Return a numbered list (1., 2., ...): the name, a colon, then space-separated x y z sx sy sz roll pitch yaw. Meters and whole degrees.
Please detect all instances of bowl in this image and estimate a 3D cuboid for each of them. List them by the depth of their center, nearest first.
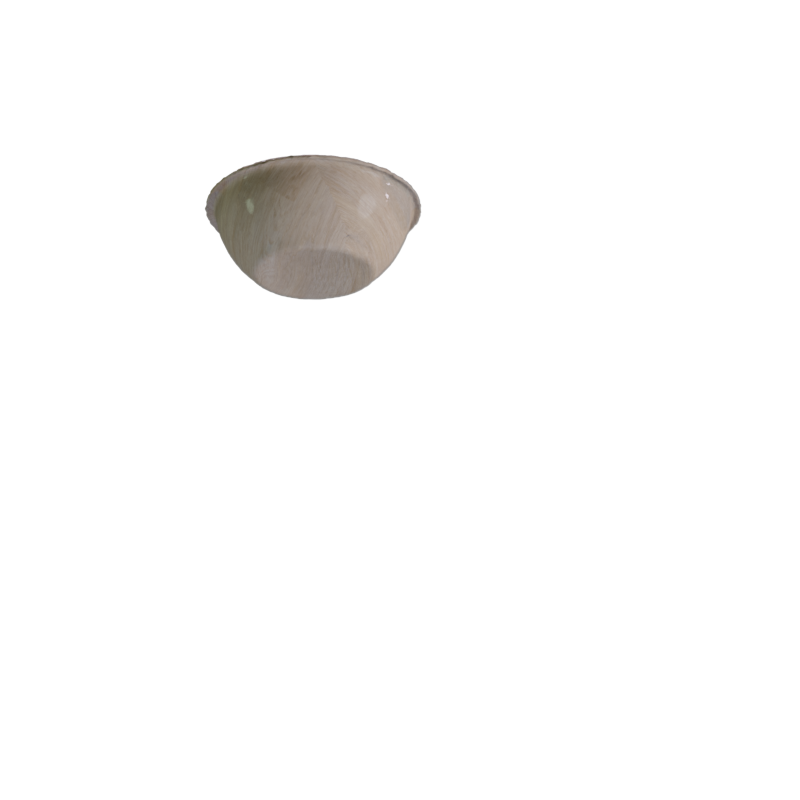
1. bowl: -0.064 -0.117 0.821 0.162 0.058 0.154 1 -21 -2
